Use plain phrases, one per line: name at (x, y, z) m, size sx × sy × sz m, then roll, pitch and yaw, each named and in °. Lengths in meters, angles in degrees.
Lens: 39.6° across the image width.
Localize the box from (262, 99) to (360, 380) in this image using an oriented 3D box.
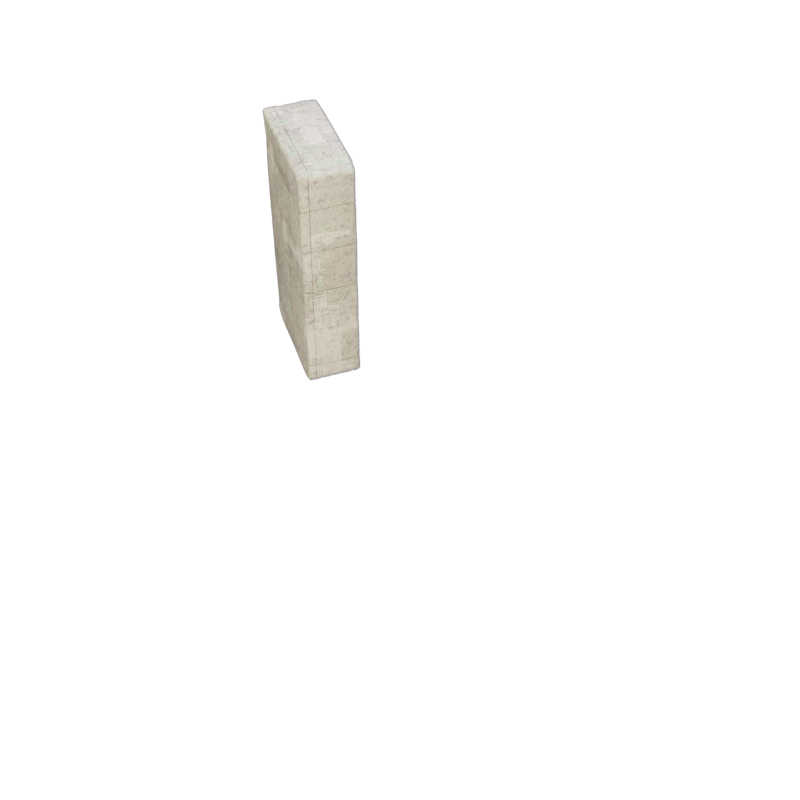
box at (-0.060, -0.111, 0.775) m, size 0.047 × 0.164 × 0.101 m, roll -10°, pitch 43°, yaw -15°
